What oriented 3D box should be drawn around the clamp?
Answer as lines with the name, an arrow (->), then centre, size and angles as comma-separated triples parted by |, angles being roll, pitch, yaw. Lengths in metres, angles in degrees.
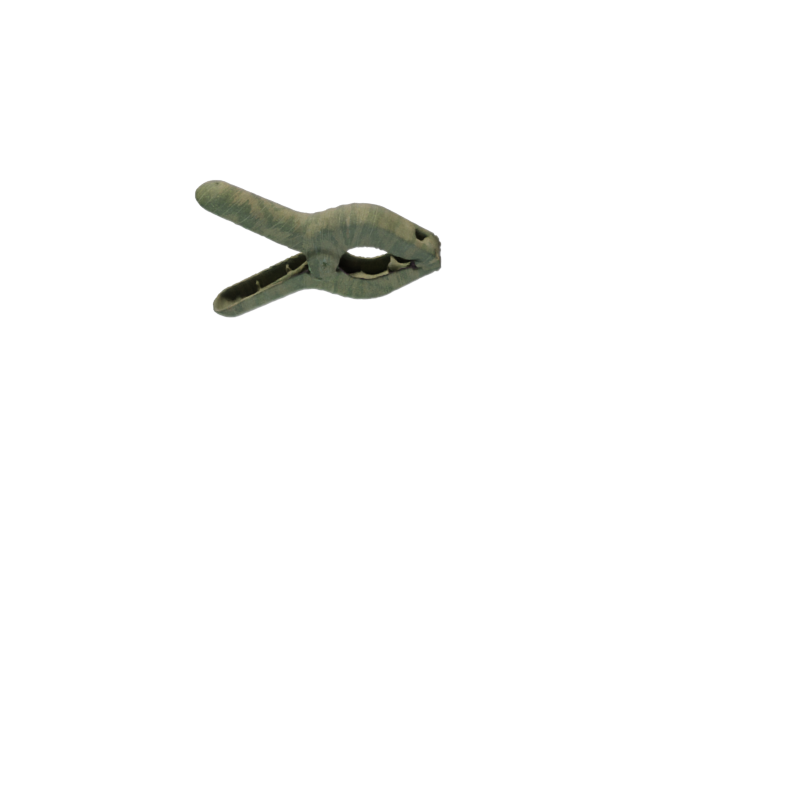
clamp -> -0.060, -0.109, 0.765 | 0.173, 0.042, 0.111 | -6, -38, 8
